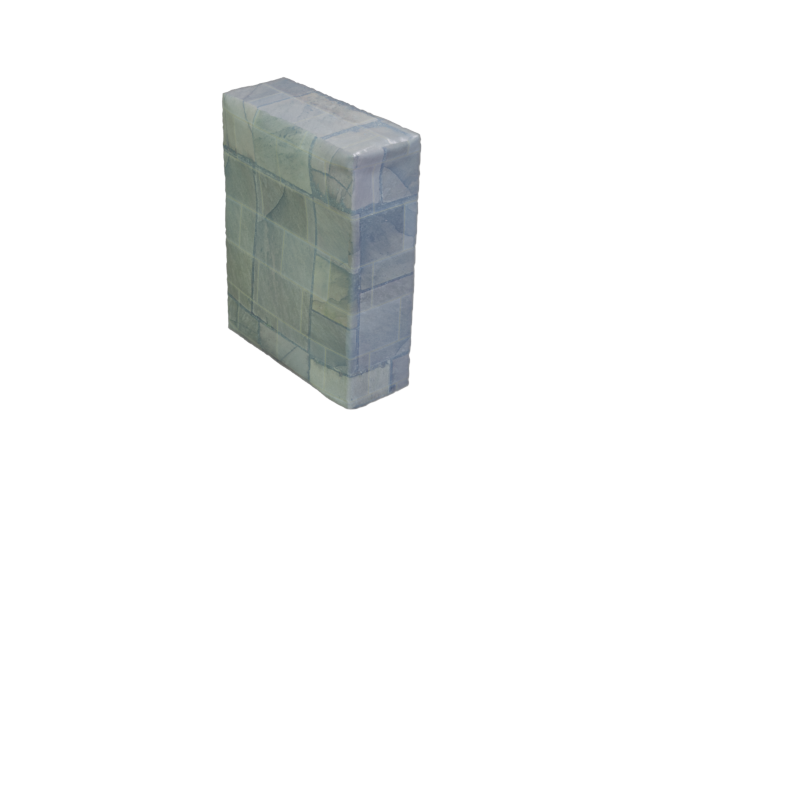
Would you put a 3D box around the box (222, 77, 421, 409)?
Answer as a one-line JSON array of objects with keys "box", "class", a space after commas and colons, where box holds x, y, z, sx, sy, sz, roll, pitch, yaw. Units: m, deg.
[{"box": [-0.067, -0.123, 0.859, 0.071, 0.201, 0.176, -21, 37, -35], "class": "box"}]
